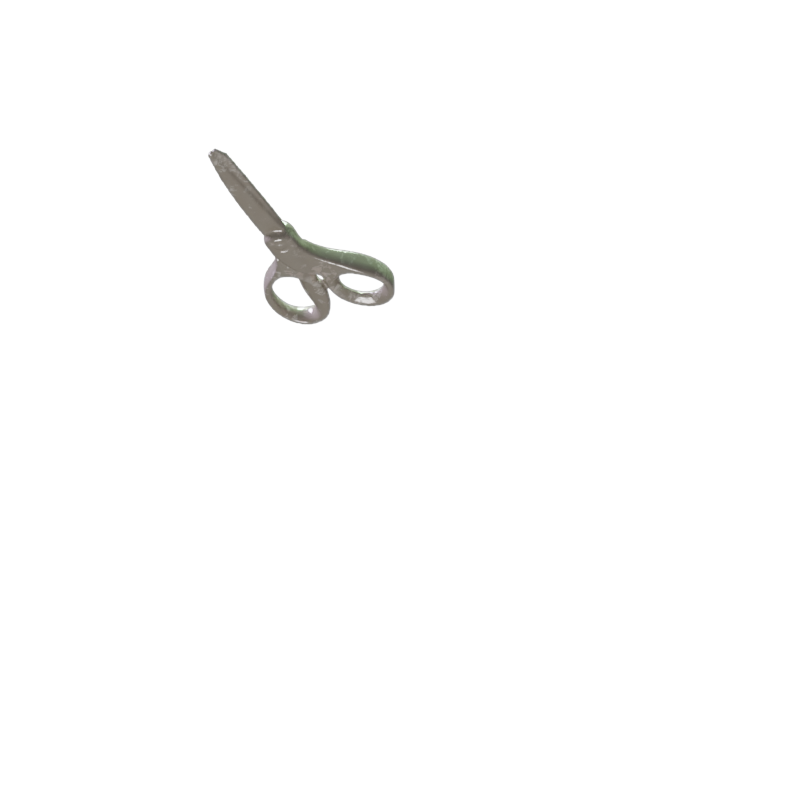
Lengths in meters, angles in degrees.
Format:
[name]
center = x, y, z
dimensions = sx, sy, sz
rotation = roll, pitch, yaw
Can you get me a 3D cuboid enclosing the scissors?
[scissors]
center = -0.053, -0.098, 0.683
dimensions = 0.097, 0.017, 0.189
rotation = -1, -24, 2
